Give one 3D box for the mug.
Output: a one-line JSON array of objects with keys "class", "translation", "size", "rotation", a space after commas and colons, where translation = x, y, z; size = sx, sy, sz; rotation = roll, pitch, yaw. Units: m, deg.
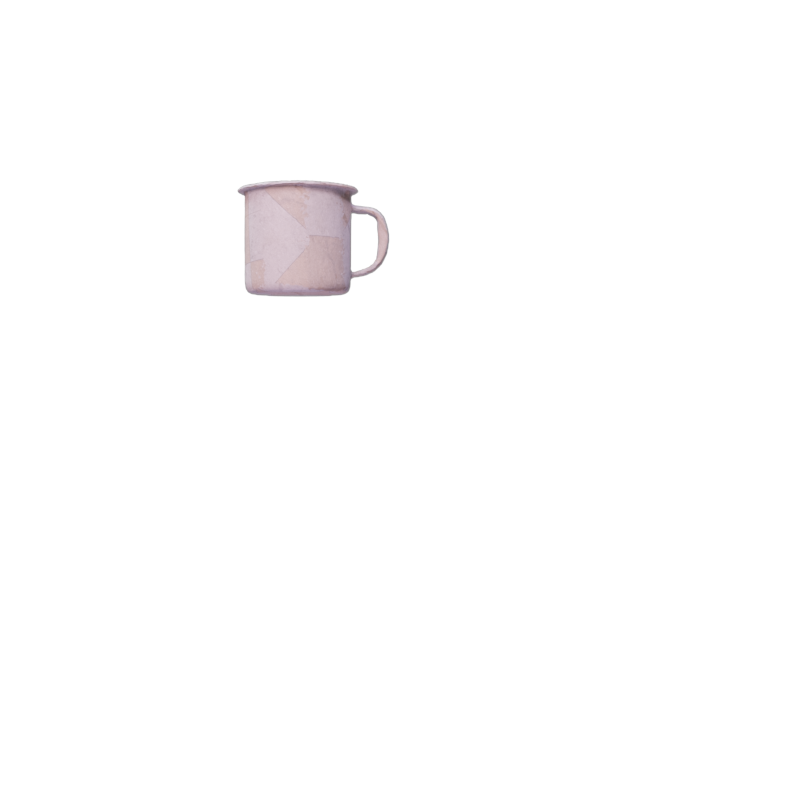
[{"class": "mug", "translation": [-0.067, -0.122, 0.855], "size": [0.116, 0.082, 0.093], "rotation": [0, -1, -8]}]
